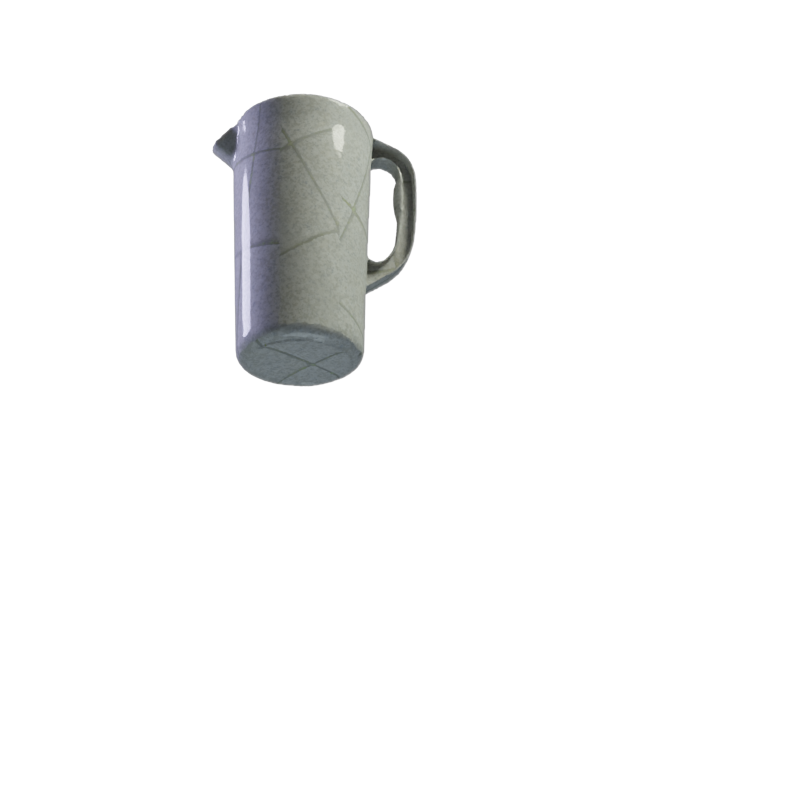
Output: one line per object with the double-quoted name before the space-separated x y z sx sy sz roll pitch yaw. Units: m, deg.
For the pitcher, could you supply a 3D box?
"pitcher" -0.077 -0.141 0.987 0.151 0.259 0.135 -20 -33 29
